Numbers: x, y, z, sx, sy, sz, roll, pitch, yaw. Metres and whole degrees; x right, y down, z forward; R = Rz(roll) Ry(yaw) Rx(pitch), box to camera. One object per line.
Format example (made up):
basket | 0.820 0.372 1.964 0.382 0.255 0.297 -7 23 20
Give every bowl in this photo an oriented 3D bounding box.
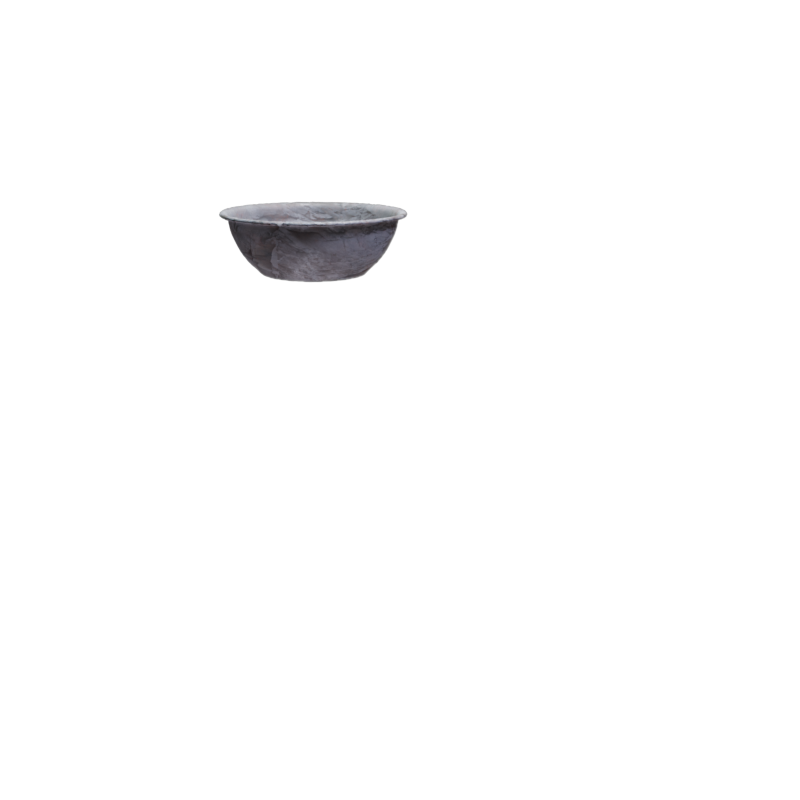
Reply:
bowl | -0.075 -0.136 0.956 0.162 0.053 0.167 -1 16 -2
